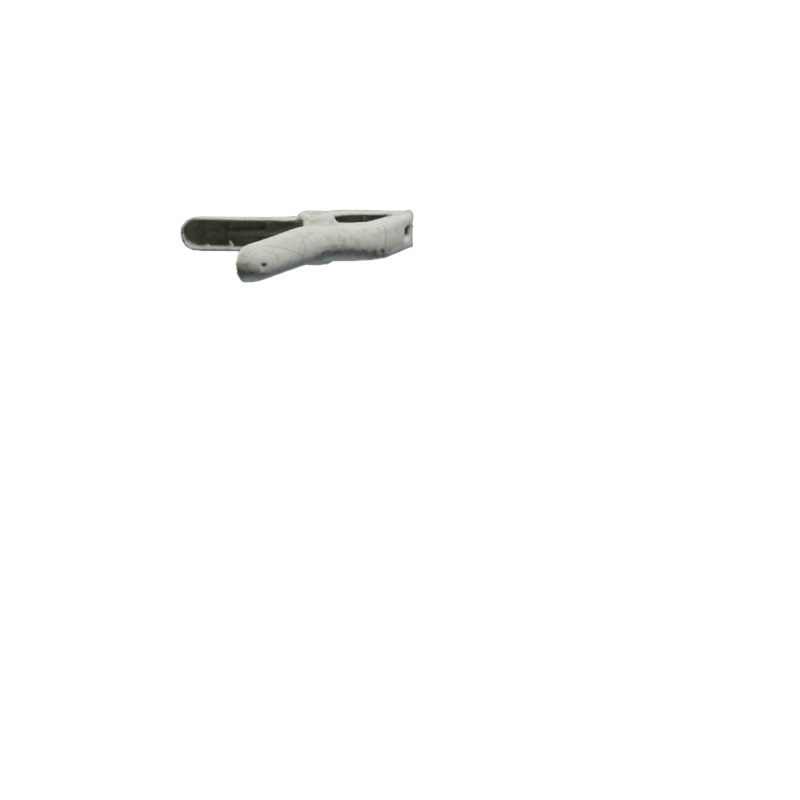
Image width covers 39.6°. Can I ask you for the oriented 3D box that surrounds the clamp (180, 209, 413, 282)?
[{"bbox_3d":[-0.062,-0.113,0.788,0.168,0.037,0.128,-9,27,-17],"label":"clamp"}]
